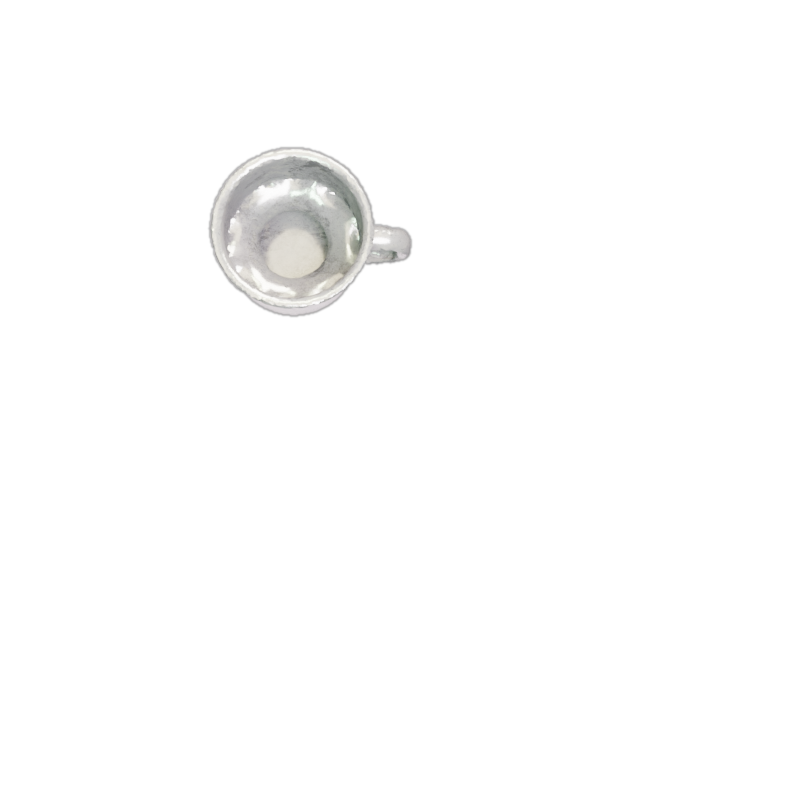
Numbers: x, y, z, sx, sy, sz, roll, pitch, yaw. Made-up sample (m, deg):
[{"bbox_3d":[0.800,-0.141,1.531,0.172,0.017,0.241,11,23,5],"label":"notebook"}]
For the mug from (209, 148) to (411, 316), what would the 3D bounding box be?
[{"bbox_3d":[-0.052,-0.095,0.666,0.117,0.096,0.080,1,-8,-1],"label":"mug"}]
